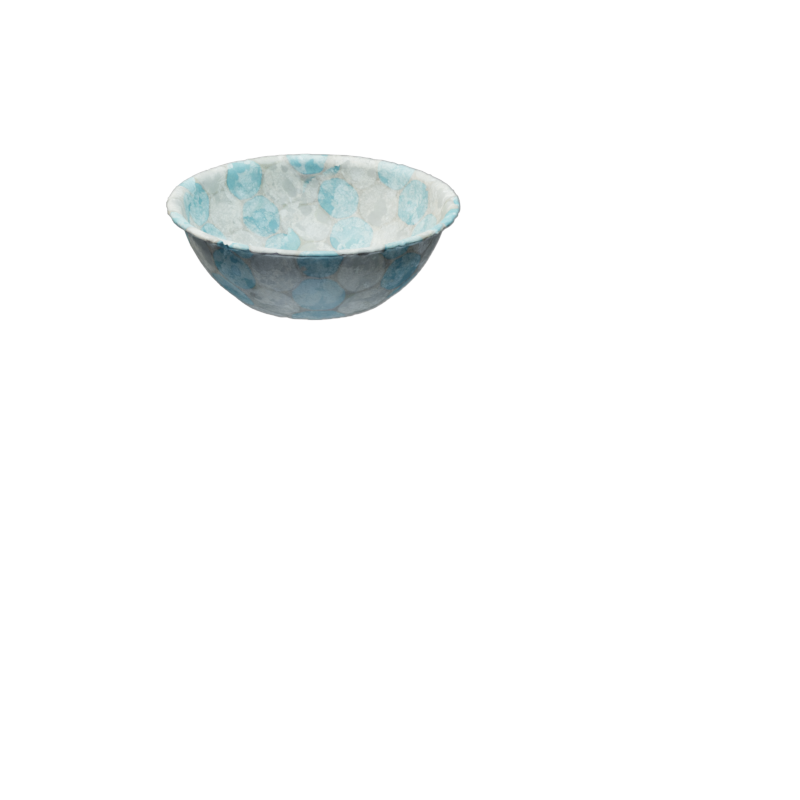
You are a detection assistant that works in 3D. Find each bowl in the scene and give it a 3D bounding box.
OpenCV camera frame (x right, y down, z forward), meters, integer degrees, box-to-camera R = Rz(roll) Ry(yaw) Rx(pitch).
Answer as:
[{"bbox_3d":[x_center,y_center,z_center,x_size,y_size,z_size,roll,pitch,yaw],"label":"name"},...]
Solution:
[{"bbox_3d":[-0.049,-0.089,0.621,0.162,0.052,0.171,-1,28,-2],"label":"bowl"}]
